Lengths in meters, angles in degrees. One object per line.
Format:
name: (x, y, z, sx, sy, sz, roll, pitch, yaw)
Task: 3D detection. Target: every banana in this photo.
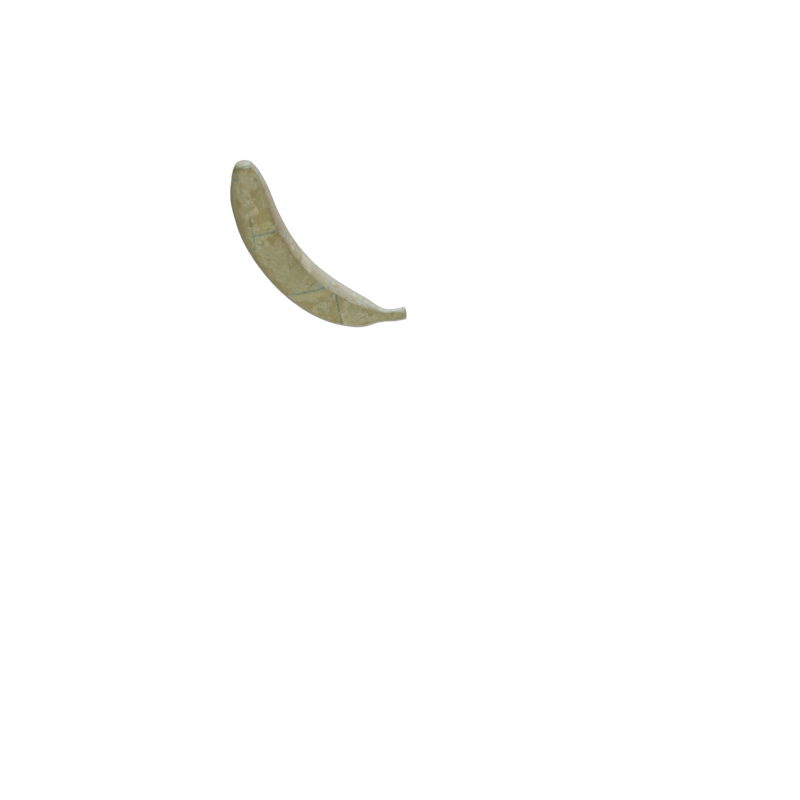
banana: (-0.083, -0.118, 0.920, 0.069, 0.187, 0.039, -39, 25, 22)
